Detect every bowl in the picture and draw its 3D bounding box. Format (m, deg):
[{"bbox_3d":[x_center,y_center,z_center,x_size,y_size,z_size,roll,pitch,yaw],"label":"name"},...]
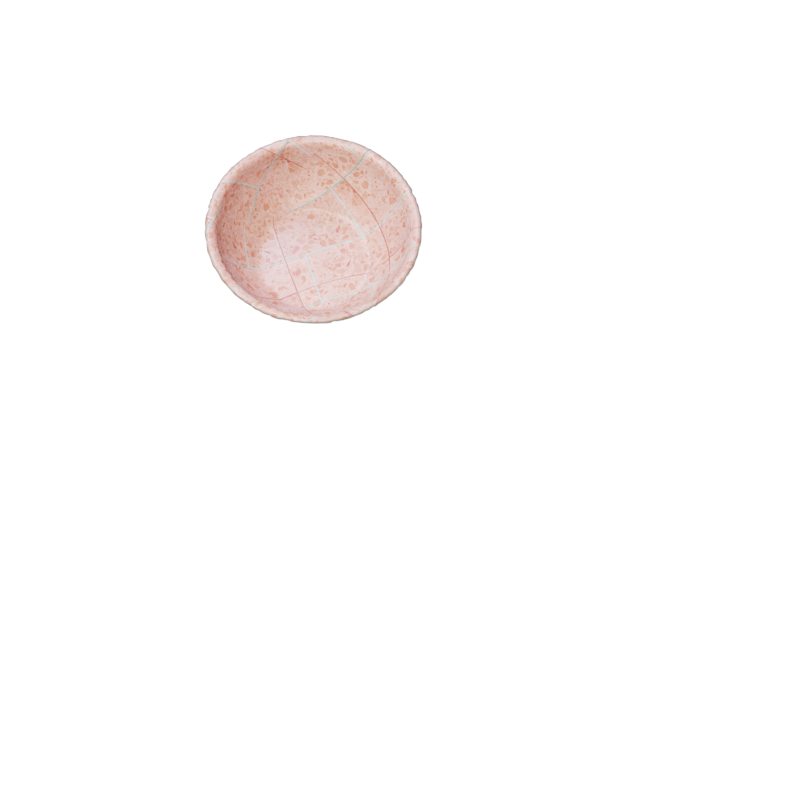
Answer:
[{"bbox_3d":[-0.066,-0.121,0.845,0.162,0.172,0.052,-1,-28,-1],"label":"bowl"}]
